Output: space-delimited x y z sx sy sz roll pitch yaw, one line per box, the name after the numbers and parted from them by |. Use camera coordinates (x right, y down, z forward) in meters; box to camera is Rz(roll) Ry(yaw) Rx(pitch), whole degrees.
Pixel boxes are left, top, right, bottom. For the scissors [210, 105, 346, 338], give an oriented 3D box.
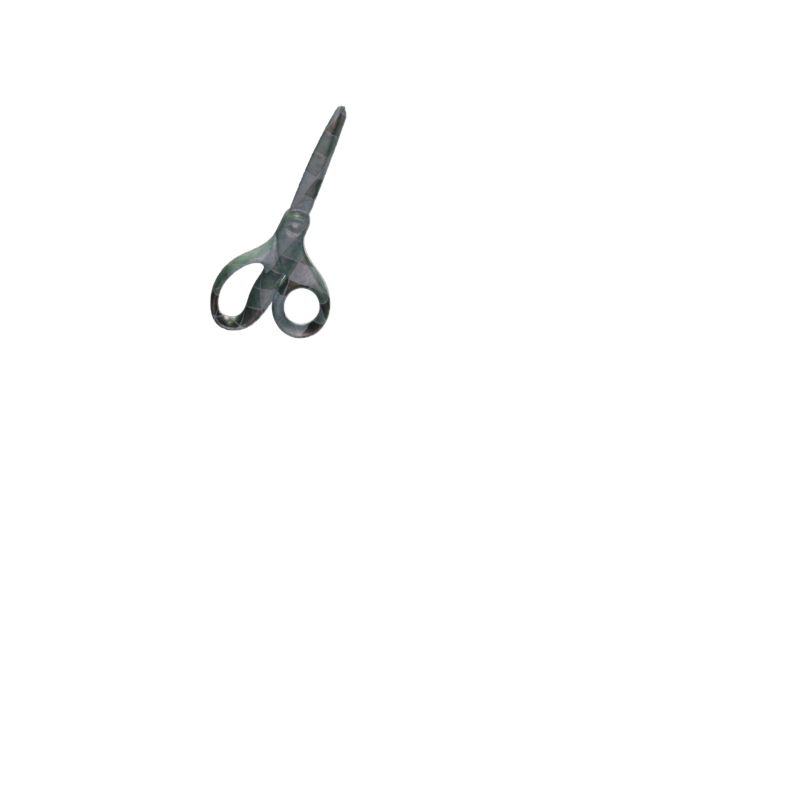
-0.061 -0.111 0.781 0.092 0.017 0.197 30 -56 -23 | scissors
